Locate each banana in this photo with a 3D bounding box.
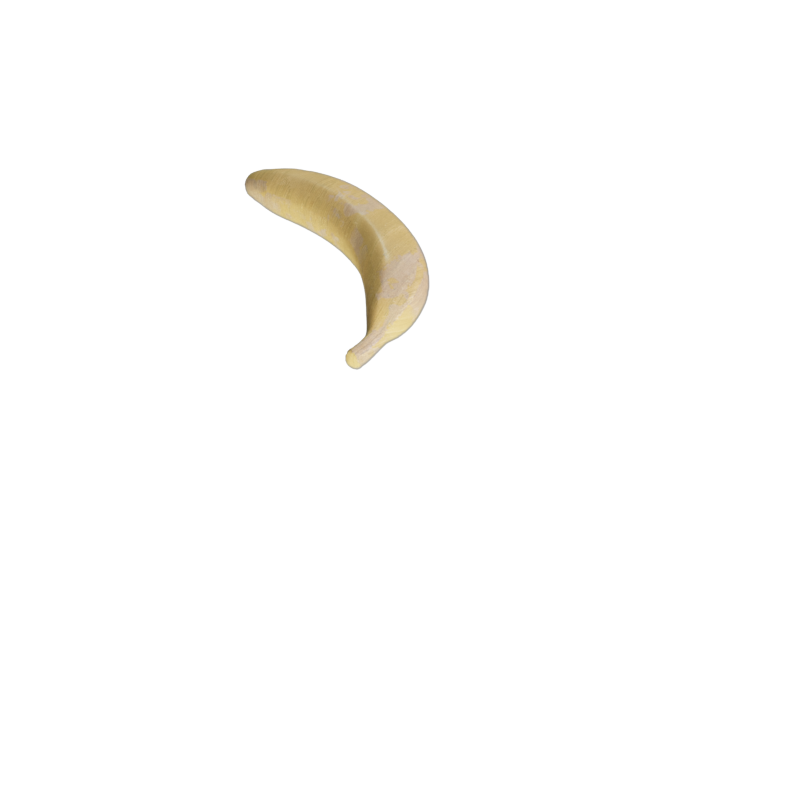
[{"bbox_3d":[-0.032,-0.093,0.643,0.069,0.034,0.214,-12,38,-17],"label":"banana"}]
